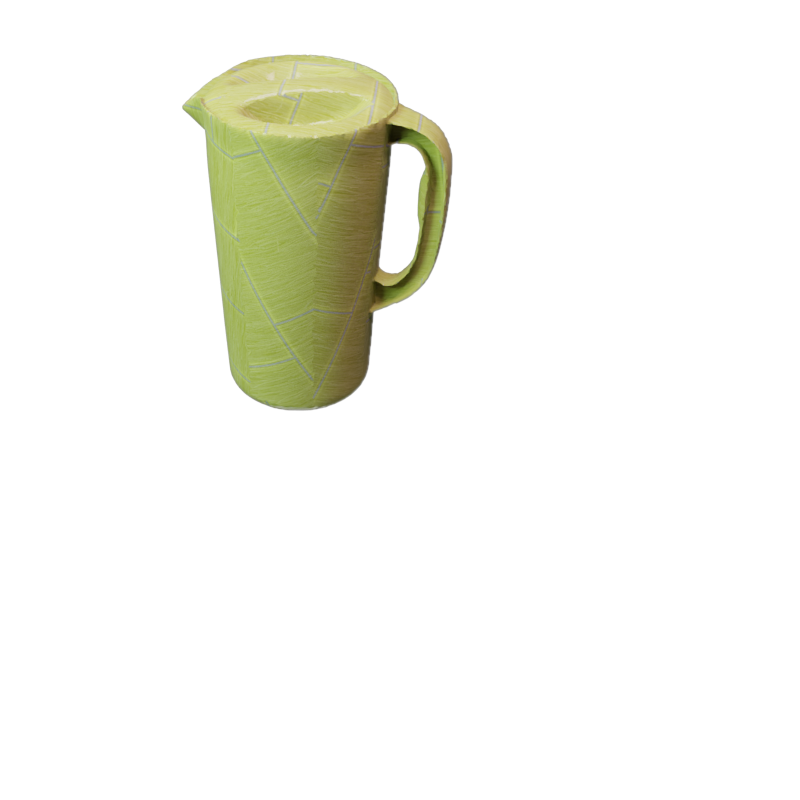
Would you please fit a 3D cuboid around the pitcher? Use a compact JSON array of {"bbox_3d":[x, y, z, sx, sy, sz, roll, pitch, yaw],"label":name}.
[{"bbox_3d":[-0.062,-0.113,0.794,0.143,0.228,0.161,-18,40,-26],"label":"pitcher"}]
